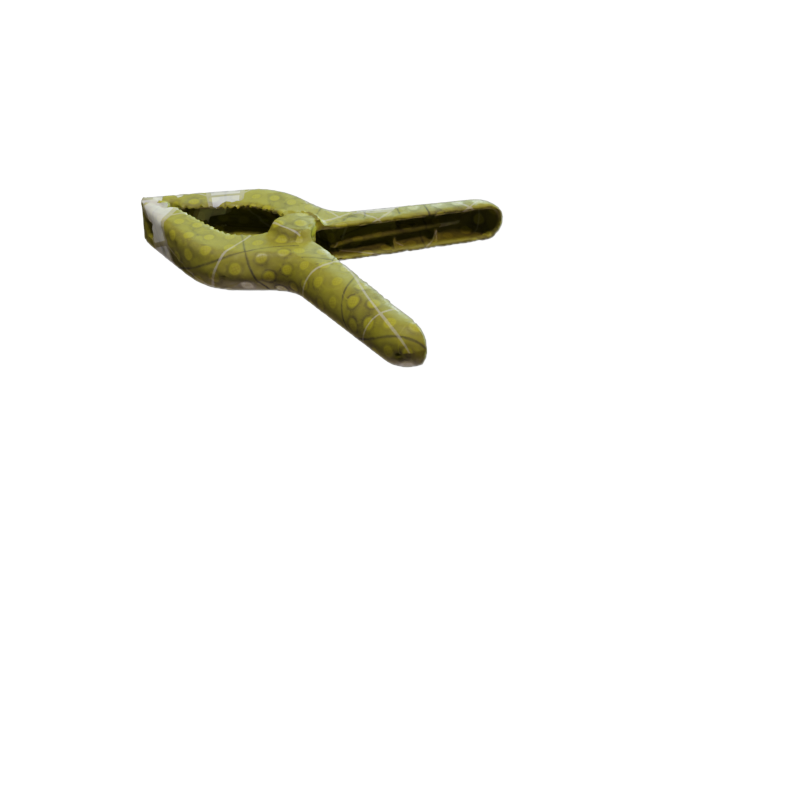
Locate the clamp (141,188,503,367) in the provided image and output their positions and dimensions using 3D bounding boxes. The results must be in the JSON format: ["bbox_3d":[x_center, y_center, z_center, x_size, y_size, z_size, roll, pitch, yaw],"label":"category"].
[{"bbox_3d":[-0.050,-0.092,0.644,0.219,0.034,0.168,16,36,23],"label":"clamp"}]
